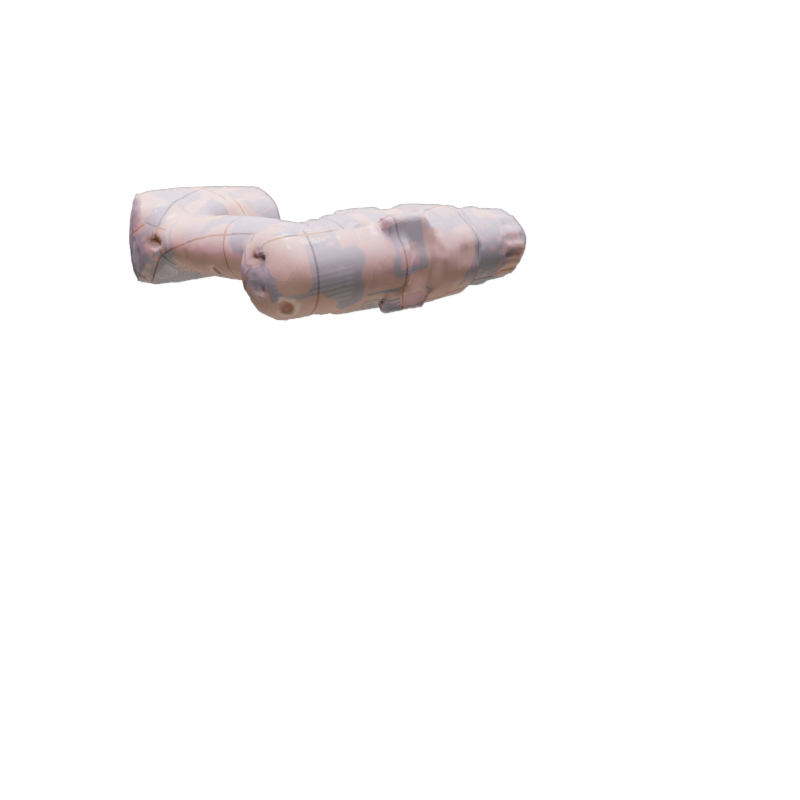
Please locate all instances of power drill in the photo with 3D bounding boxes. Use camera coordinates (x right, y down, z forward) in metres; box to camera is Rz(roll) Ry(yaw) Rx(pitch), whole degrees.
[{"bbox_3d":[-0.049,-0.089,0.620,0.179,0.056,0.197,-11,17,-42],"label":"power drill"}]
